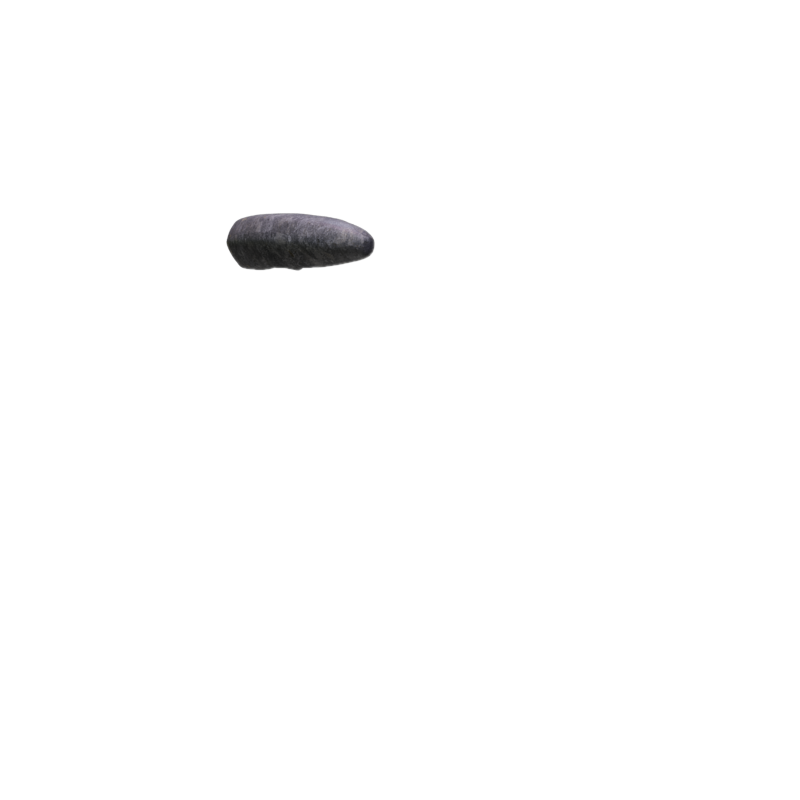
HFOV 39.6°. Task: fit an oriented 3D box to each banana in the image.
[{"bbox_3d":[-0.077,-0.105,0.738,0.068,0.037,0.203,-1,6,-17],"label":"banana"}]
